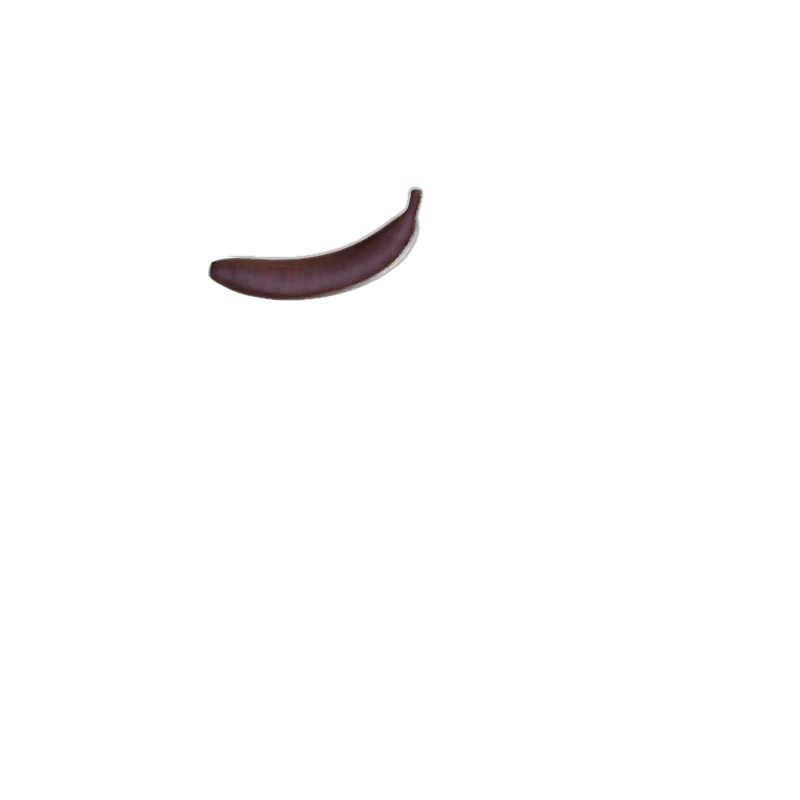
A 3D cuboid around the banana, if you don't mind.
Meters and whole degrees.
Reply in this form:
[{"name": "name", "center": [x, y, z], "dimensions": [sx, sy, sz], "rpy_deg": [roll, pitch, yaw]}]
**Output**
[{"name": "banana", "center": [-0.065, -0.122, 0.961], "dimensions": [0.198, 0.067, 0.038], "rpy_deg": [-20, 17, 6]}]
